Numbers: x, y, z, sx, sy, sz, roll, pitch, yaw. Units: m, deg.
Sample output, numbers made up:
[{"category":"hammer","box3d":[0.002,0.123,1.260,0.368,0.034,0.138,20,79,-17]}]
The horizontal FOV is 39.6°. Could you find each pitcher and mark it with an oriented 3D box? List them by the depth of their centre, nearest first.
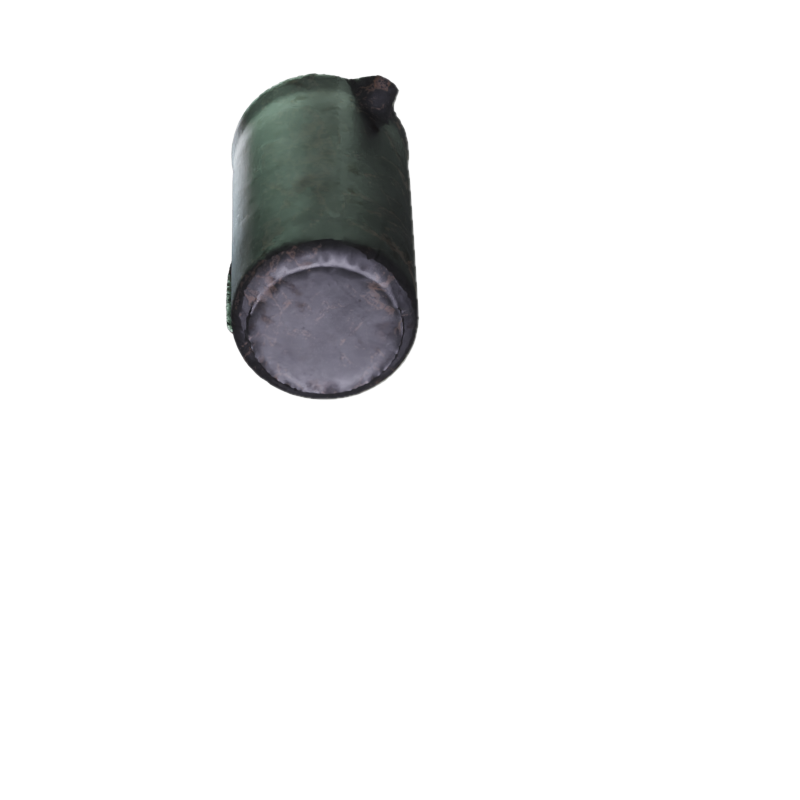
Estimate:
[{"category":"pitcher","box3d":[-0.057,-0.105,0.734,0.145,0.139,0.259,-7,34,1]}]
